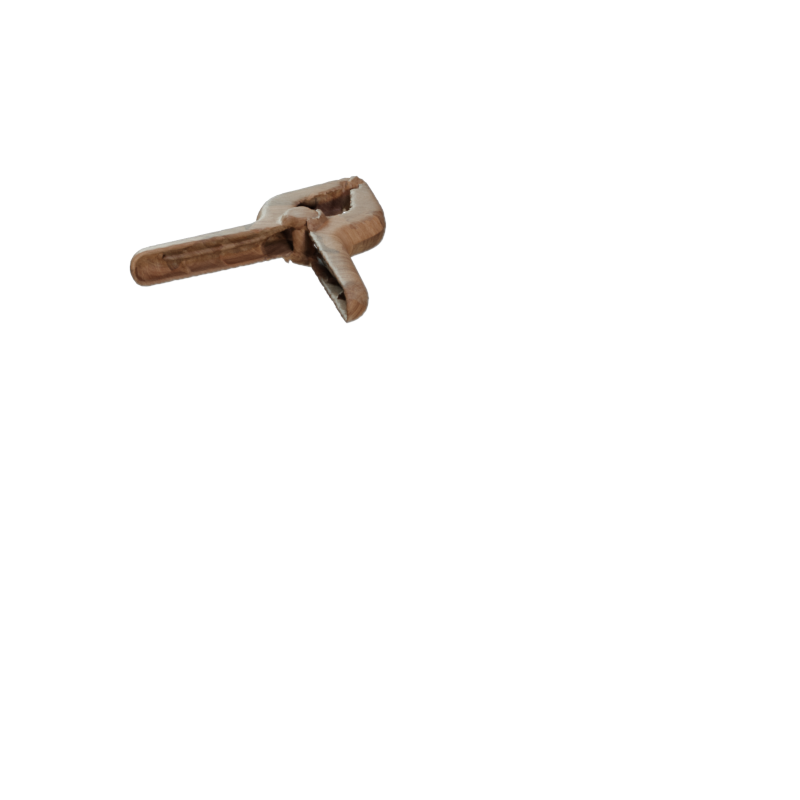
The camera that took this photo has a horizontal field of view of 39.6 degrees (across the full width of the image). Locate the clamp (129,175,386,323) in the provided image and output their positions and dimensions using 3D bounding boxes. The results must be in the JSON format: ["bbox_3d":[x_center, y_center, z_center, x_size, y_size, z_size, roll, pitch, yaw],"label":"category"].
[{"bbox_3d":[-0.060,-0.109,0.766,0.172,0.034,0.212,15,31,25],"label":"clamp"}]
